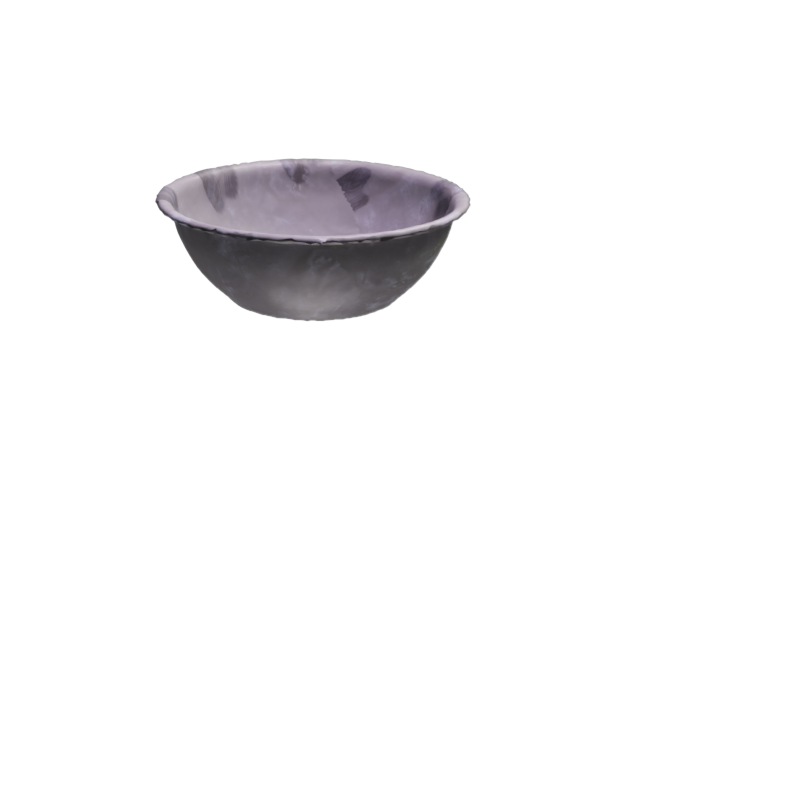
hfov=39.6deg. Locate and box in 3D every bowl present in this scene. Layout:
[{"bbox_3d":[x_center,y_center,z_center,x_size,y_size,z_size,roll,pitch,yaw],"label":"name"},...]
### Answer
[{"bbox_3d":[-0.045,-0.083,0.581,0.162,0.052,0.170,-1,24,-2],"label":"bowl"}]
